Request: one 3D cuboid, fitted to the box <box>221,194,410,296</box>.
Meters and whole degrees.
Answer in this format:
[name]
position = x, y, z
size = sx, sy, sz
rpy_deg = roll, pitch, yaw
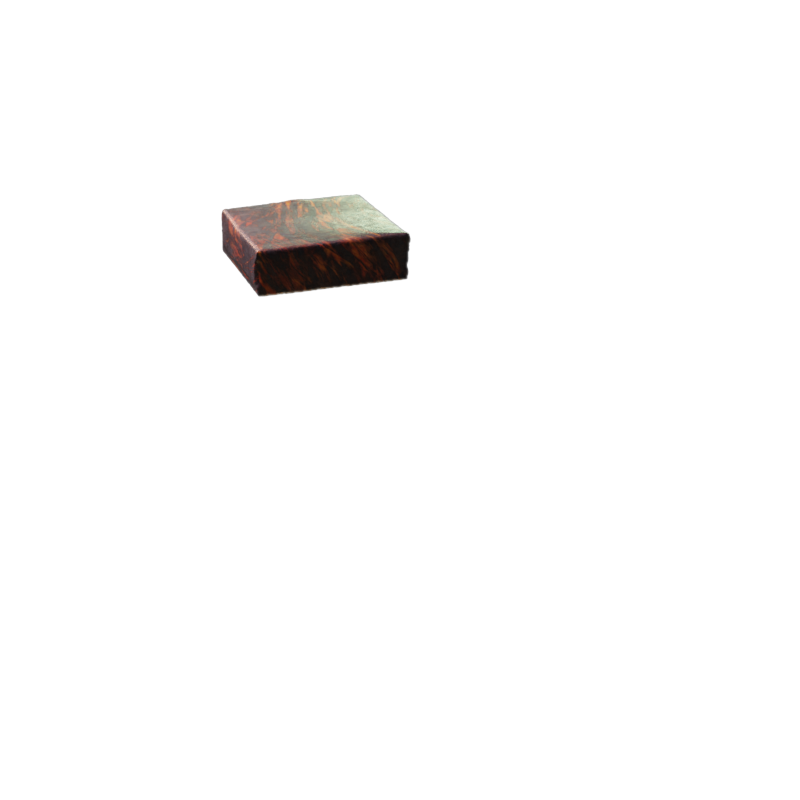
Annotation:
[box]
position = -0.049, -0.089, 0.623
size = 0.088, 0.029, 0.078
rpy_deg = -10, 28, -19
